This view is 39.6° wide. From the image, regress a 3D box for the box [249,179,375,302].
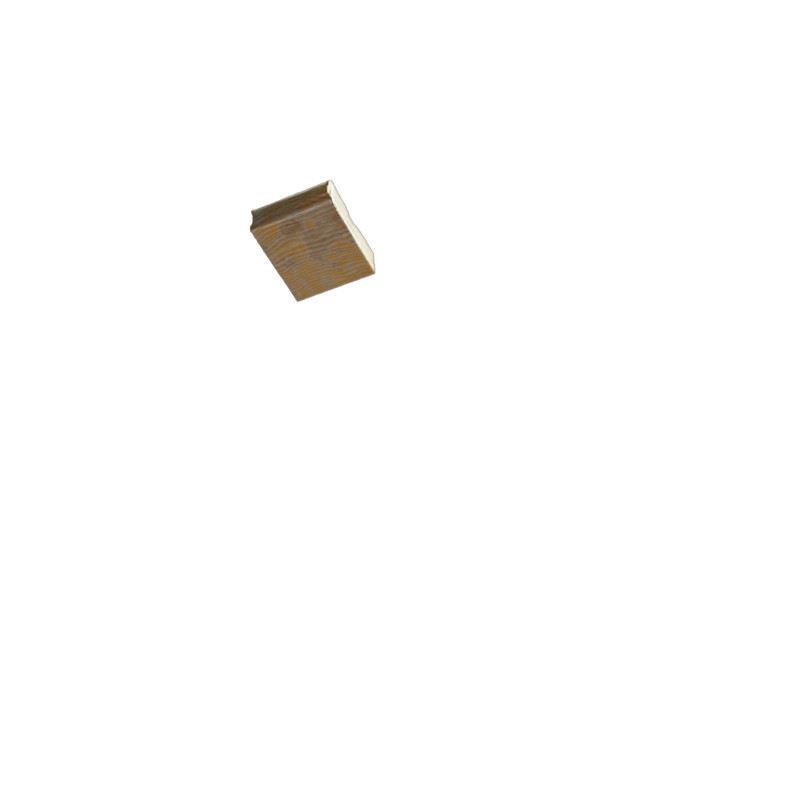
[{"bbox_3d":[-0.071,-0.129,0.906,0.073,0.083,0.032,-19,39,16],"label":"box"}]
